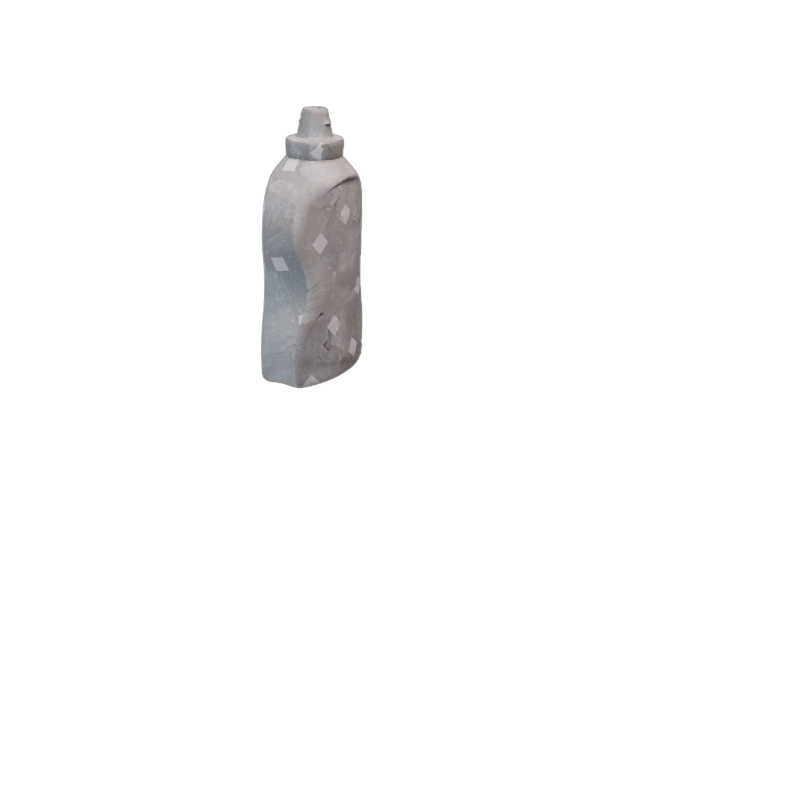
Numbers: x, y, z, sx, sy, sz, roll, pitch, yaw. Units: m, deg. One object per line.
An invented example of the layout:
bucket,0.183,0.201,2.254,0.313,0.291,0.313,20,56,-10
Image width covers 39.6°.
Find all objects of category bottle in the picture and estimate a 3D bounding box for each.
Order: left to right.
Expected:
bottle,-0.061,-0.113,0.789,0.061,0.185,0.095,10,19,28
